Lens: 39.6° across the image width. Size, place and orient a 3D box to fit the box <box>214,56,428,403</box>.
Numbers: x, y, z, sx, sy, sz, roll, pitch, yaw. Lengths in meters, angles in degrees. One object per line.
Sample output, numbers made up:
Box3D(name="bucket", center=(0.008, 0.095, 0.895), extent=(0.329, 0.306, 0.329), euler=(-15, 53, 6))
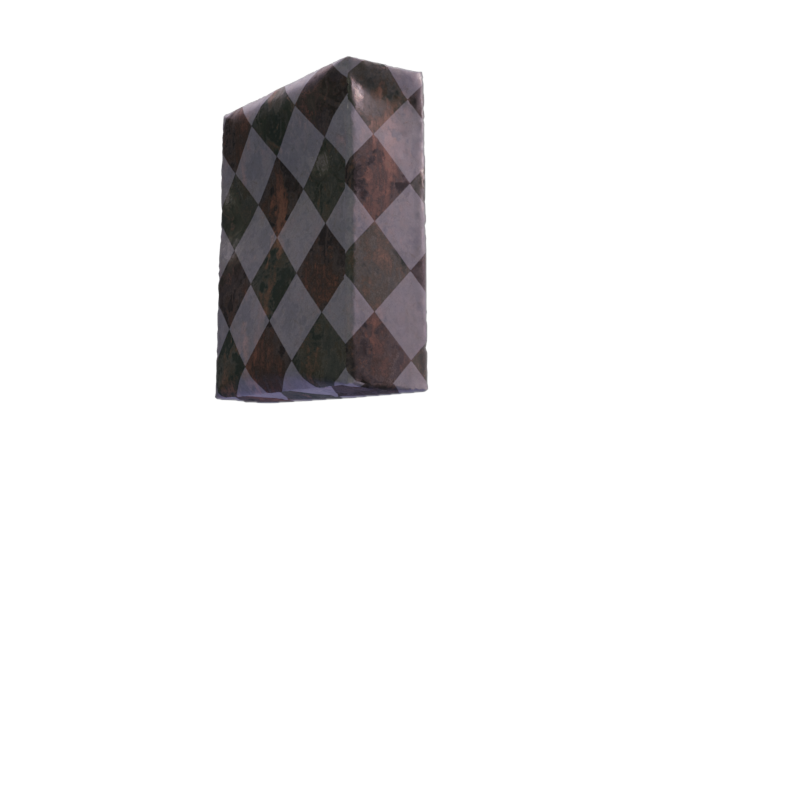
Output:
Box3D(name="box", center=(-0.060, -0.109, 0.760), extent=(0.069, 0.219, 0.168), euler=(7, -10, -37))
